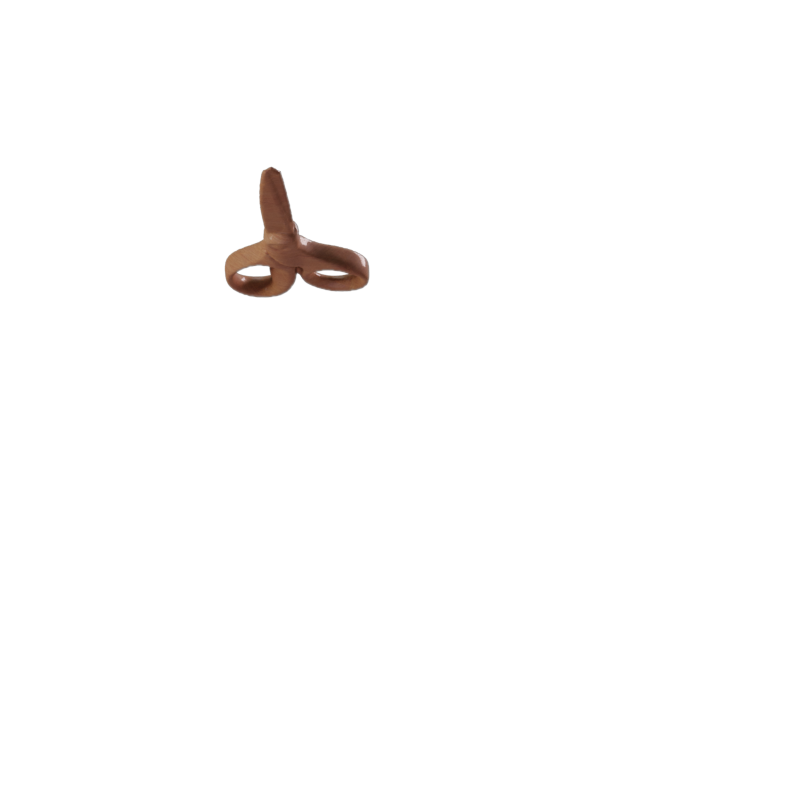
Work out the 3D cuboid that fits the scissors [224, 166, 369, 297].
[{"bbox_3d":[-0.048,-0.087,0.612,0.094,0.016,0.199,3,-10,-17],"label":"scissors"}]
